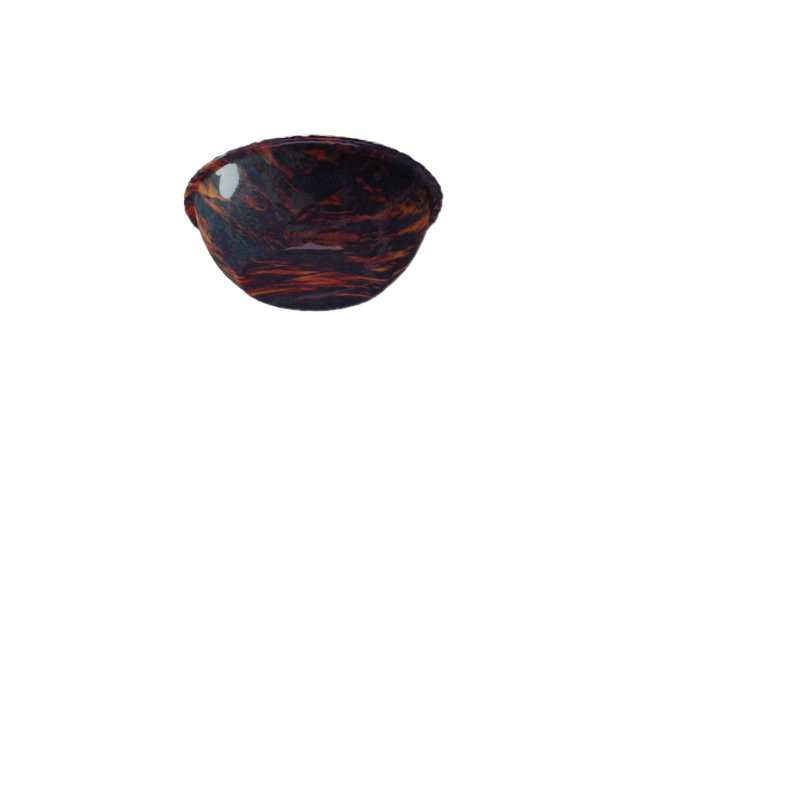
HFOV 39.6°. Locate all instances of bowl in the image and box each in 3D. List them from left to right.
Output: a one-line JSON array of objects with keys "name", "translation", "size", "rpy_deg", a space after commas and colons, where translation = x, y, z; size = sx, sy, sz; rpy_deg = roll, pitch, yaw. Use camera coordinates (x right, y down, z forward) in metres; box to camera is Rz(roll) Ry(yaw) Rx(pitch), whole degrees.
[{"name": "bowl", "translation": [-0.053, -0.097, 0.681], "size": [0.162, 0.058, 0.154], "rpy_deg": [1, -21, -2]}]
